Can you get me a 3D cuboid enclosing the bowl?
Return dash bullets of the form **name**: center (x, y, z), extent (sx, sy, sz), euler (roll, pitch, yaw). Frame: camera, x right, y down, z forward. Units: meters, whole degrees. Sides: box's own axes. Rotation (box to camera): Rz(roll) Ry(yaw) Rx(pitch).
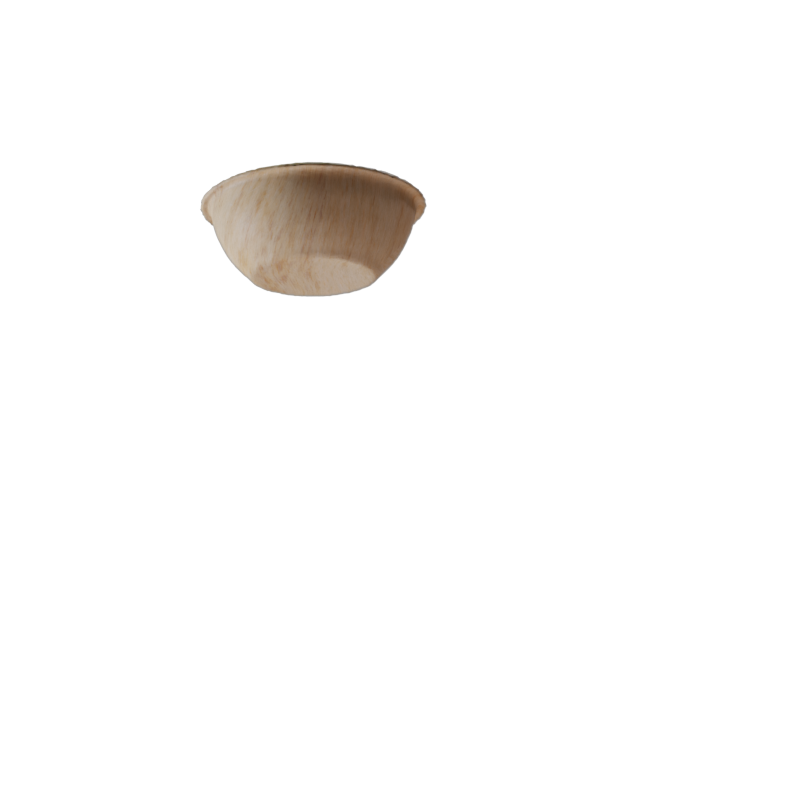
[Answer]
- **bowl**: center (-0.062, -0.113, 0.789), extent (0.162, 0.057, 0.156), euler (0, -13, -2)
